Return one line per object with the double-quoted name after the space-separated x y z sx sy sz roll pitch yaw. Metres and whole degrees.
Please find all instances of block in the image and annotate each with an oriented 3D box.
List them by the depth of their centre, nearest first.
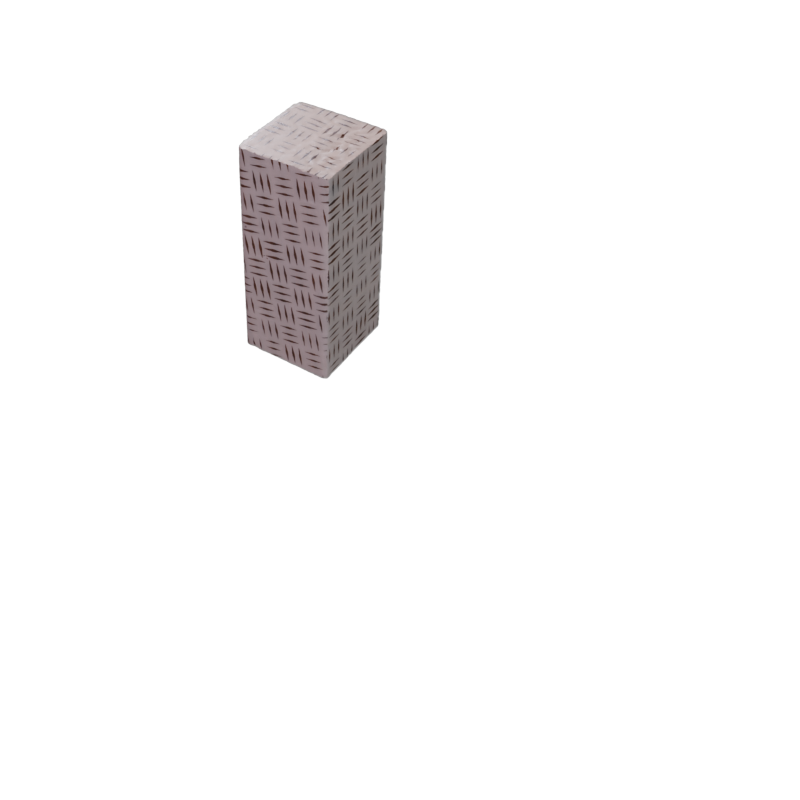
-0.074 -0.135 0.943 0.095 0.192 0.093 23 44 22 "block"
